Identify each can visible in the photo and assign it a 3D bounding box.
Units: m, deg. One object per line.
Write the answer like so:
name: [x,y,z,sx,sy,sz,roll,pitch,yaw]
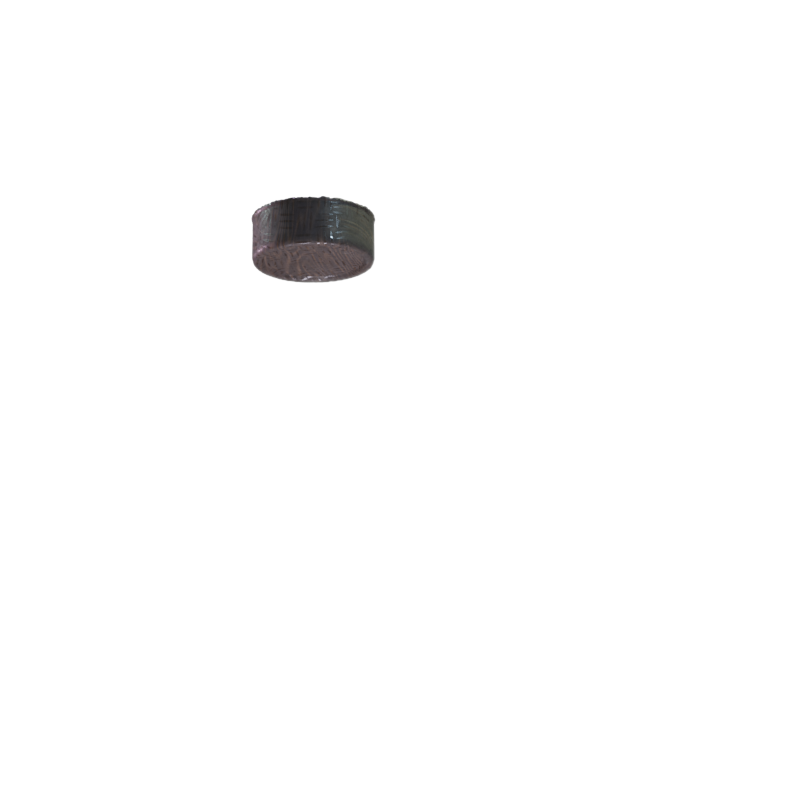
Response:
can: [-0.060,-0.109,0.766,0.086,0.035,0.083,0,-14,-2]
